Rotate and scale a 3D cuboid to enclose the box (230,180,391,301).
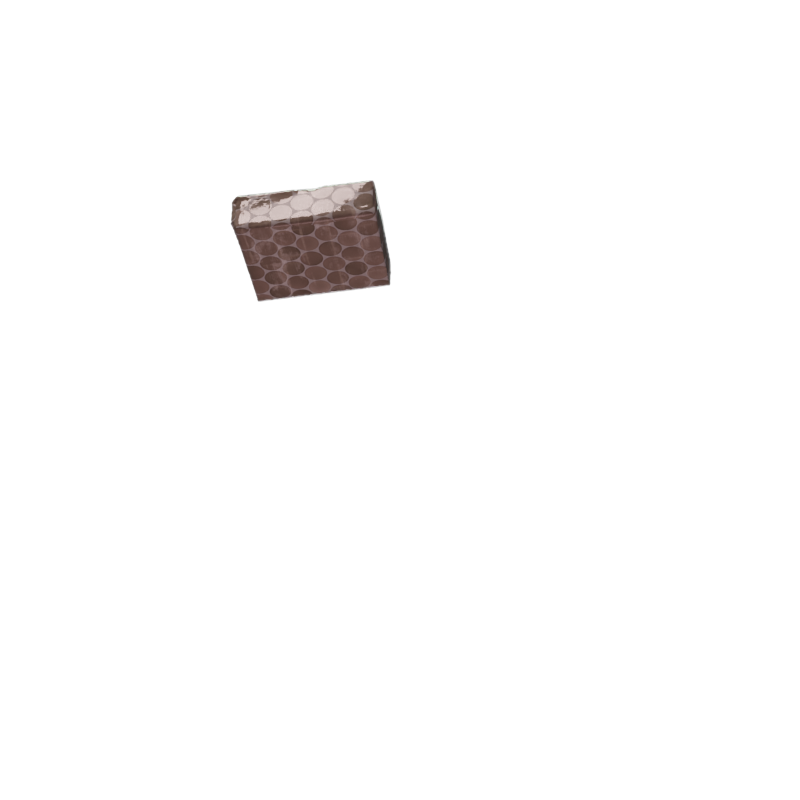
[{"bbox_3d":[-0.054,-0.099,0.691,0.090,0.032,0.068,-5,-36,7],"label":"box"}]
